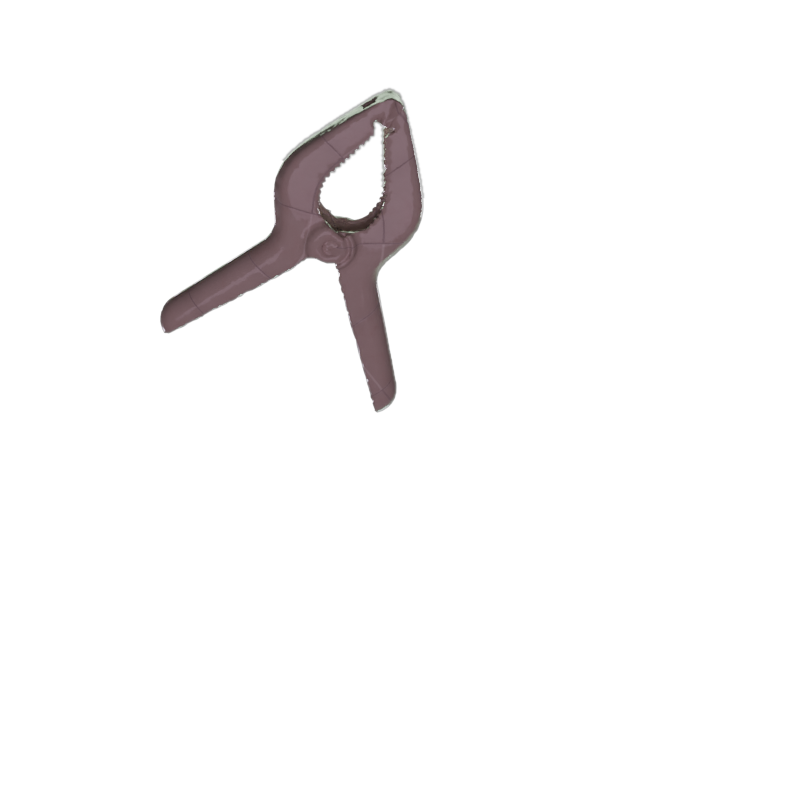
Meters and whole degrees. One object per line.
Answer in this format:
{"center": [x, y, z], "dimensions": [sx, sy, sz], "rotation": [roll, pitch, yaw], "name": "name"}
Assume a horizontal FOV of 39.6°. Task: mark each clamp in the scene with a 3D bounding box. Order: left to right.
{"center": [-0.055, -0.101, 0.704], "dimensions": [0.162, 0.202, 0.038], "rotation": [15, 22, -7], "name": "clamp"}
